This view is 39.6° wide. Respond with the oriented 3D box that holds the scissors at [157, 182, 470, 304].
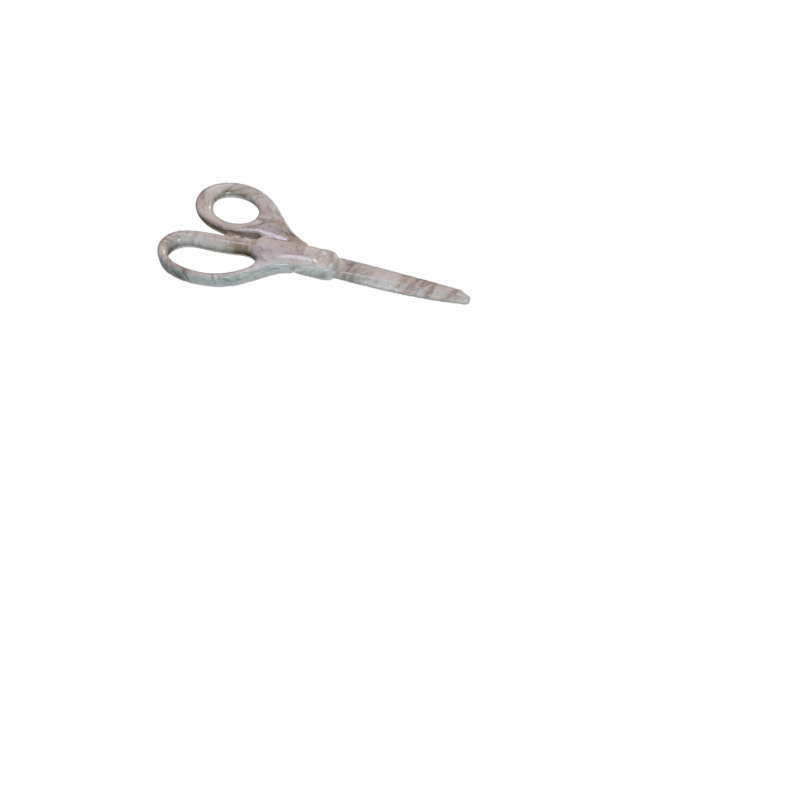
[{"bbox_3d":[-0.057,-0.104,0.731,0.202,0.103,0.015,2,-39,1],"label":"scissors"}]
